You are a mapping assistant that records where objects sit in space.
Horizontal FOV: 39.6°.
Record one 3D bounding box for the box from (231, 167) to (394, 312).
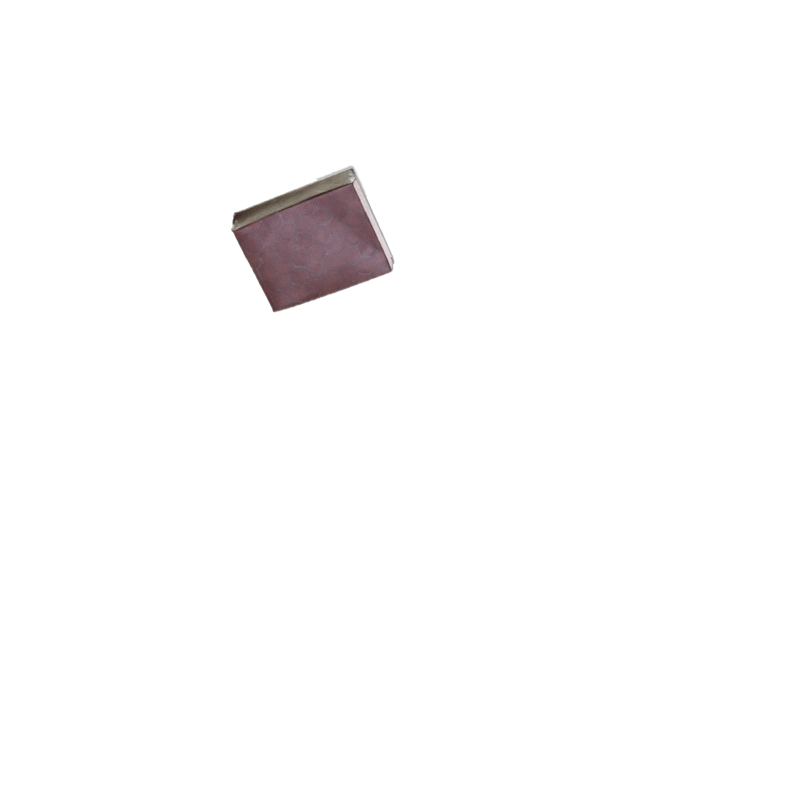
[{"bbox_3d":[-0.073,-0.133,0.931,0.114,0.085,0.041,-20,26,9],"label":"box"}]
